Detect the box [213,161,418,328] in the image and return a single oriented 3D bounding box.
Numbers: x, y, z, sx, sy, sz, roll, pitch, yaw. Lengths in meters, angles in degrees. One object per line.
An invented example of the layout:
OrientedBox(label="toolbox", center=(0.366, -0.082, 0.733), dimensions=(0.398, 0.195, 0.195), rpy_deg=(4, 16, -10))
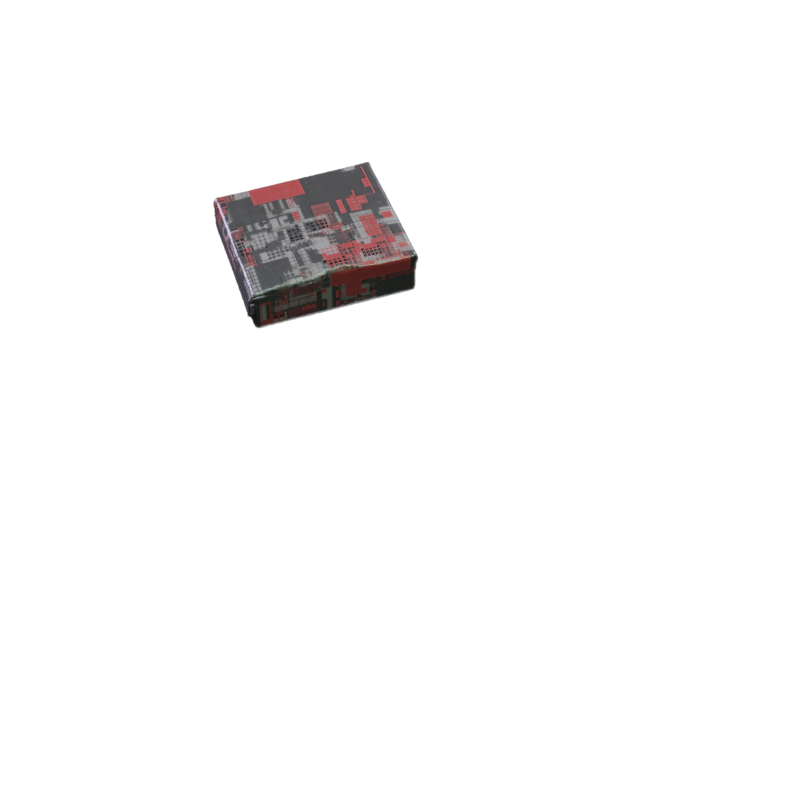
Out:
OrientedBox(label="box", center=(-0.045, -0.082, 0.575), dimensions=(0.088, 0.079, 0.028), rpy_deg=(-15, -38, -12))
